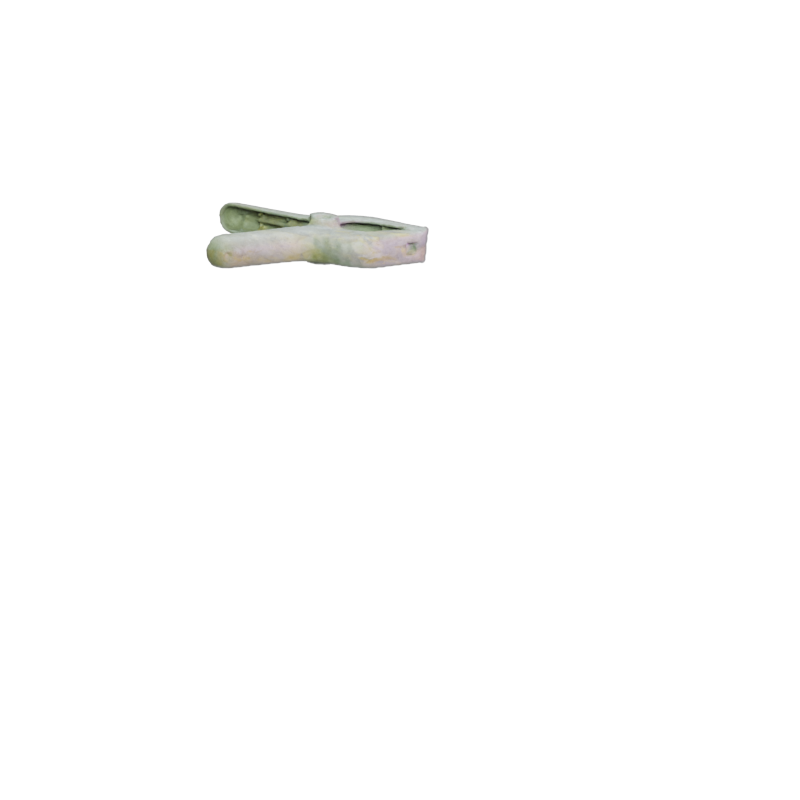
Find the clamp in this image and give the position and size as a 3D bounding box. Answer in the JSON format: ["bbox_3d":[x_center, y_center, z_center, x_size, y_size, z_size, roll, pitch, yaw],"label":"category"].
[{"bbox_3d":[-0.066,-0.121,0.845,0.173,0.037,0.125,4,28,7],"label":"clamp"}]
